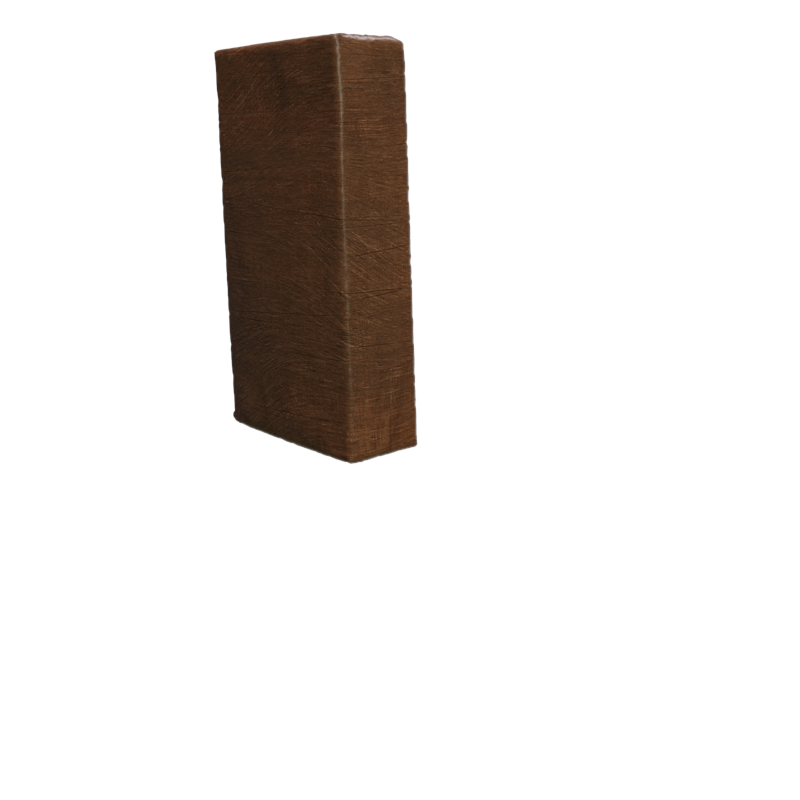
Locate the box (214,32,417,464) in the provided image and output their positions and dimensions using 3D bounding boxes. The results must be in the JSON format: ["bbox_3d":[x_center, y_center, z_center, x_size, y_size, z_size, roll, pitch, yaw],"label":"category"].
[{"bbox_3d":[-0.038,-0.070,0.492,0.046,0.174,0.098,-4,9,-39],"label":"box"}]
